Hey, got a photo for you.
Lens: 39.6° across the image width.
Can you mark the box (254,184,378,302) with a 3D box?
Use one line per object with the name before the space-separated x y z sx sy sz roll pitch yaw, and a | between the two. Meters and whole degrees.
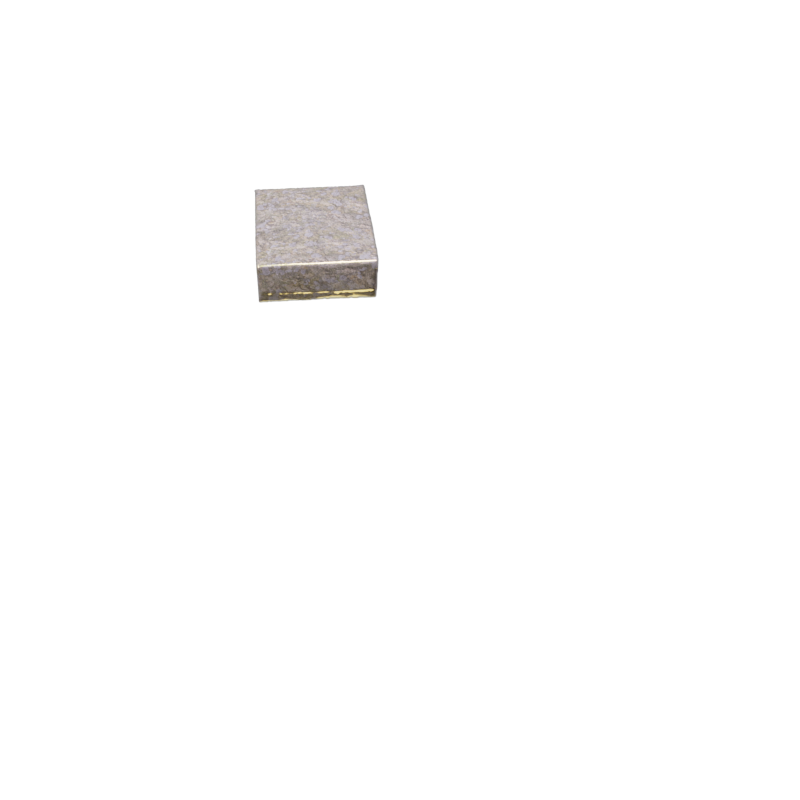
box | -0.067 -0.122 0.857 0.089 0.036 0.122 -3 37 -5
